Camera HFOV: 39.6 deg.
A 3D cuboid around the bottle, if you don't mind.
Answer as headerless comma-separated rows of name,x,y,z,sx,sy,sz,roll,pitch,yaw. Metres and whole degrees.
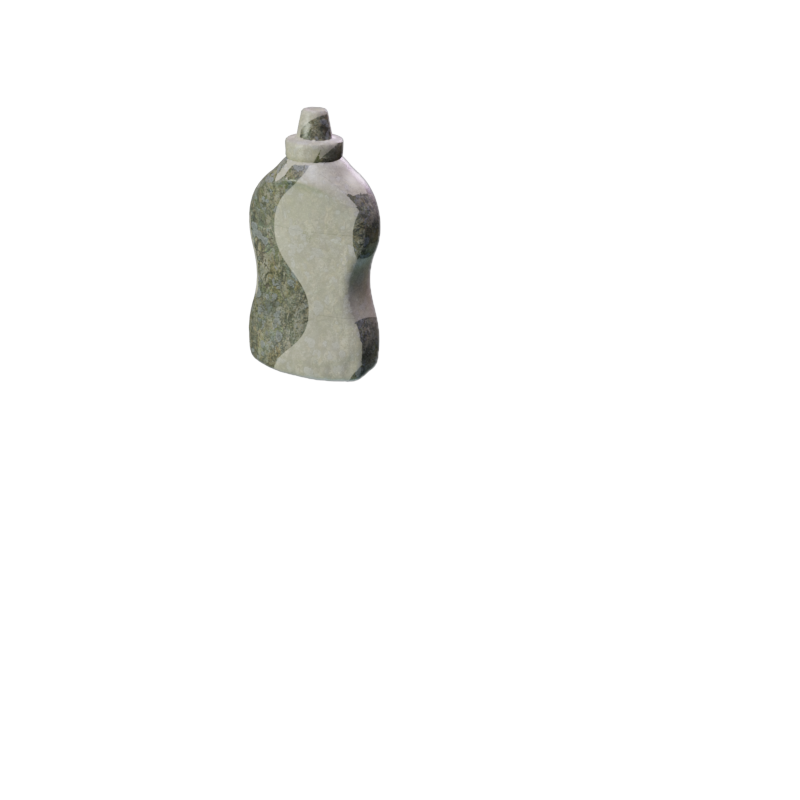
bottle,-0.062,-0.113,0.791,0.100,0.183,0.058,12,22,27
